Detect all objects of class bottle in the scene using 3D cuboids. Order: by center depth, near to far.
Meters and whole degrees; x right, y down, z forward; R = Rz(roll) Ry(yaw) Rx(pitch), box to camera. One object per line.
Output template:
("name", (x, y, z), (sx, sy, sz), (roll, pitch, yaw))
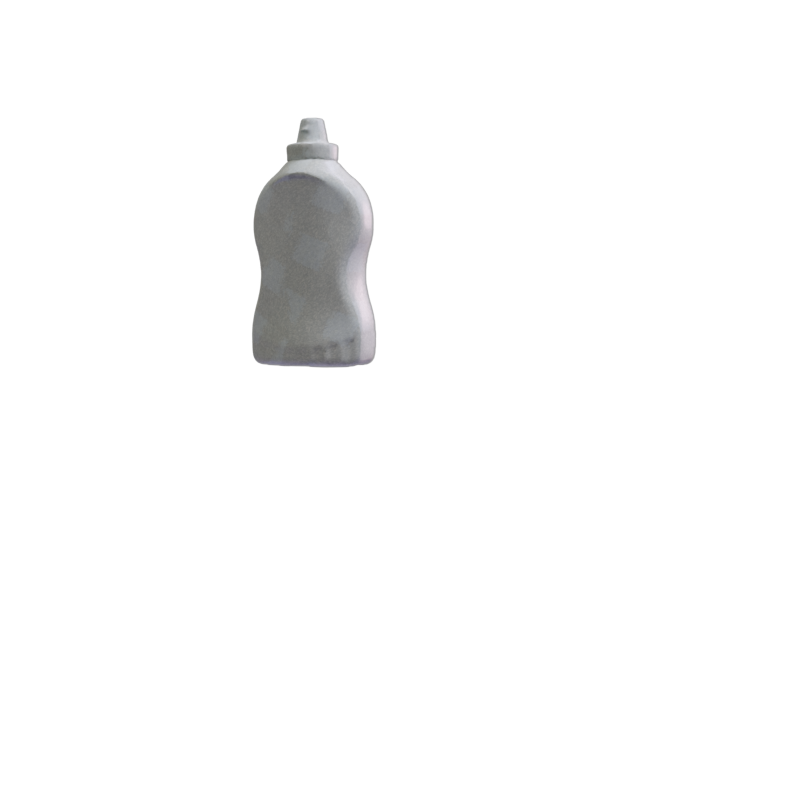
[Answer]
("bottle", (-0.068, -0.123, 0.862), (0.099, 0.193, 0.056), (-1, -2, 28))
